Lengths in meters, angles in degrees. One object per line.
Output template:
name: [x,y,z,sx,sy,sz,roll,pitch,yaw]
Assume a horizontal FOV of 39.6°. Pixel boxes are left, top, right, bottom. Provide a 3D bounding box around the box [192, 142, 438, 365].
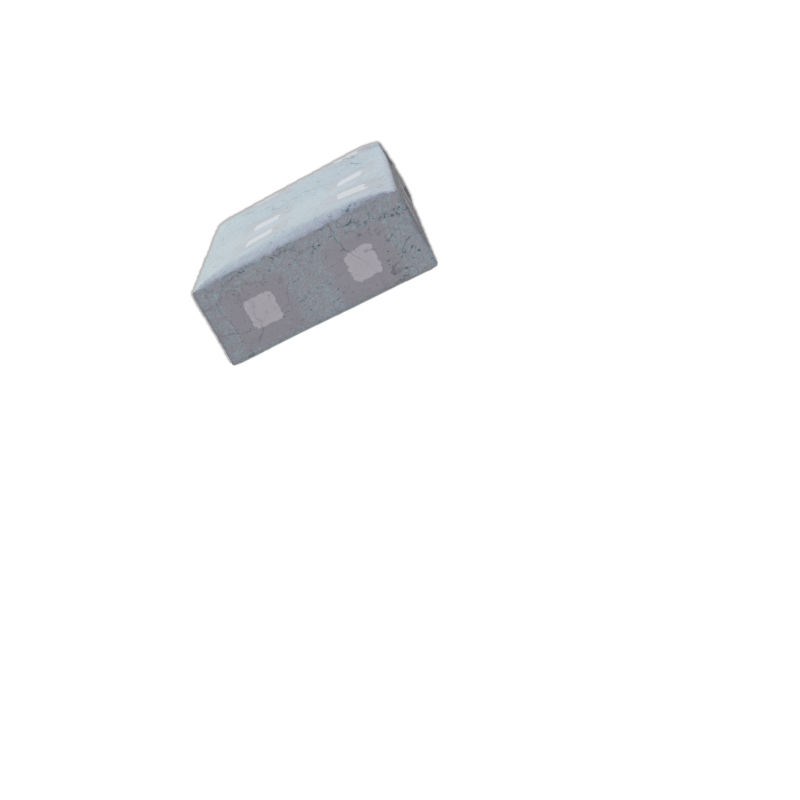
box: [-0.068,-0.124,0.866,0.164,0.069,0.223,-26,21,6]
